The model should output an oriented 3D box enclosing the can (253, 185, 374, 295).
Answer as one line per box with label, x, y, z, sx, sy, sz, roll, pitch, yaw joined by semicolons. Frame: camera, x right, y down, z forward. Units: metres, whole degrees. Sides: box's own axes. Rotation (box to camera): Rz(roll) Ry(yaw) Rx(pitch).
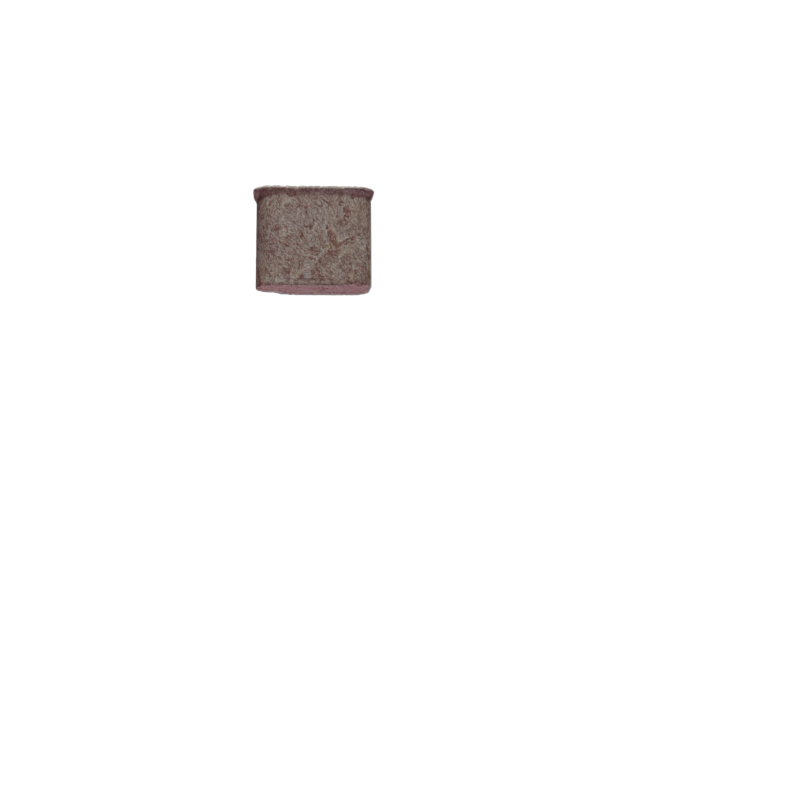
can;-0.073;-0.133;0.931;0.101;0.086;0.056;0;-9;-3
